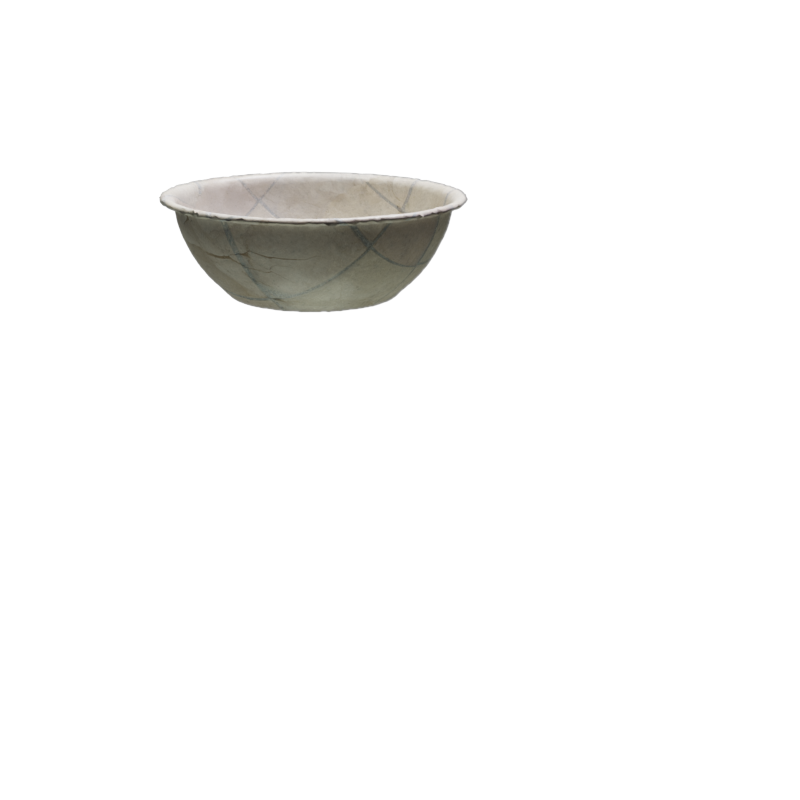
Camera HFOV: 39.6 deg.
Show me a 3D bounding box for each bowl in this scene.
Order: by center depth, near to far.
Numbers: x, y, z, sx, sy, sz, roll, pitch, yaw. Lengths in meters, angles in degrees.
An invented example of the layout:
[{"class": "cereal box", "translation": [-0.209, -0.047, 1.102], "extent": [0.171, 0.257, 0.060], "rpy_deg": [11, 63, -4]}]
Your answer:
[{"class": "bowl", "translation": [-0.046, -0.084, 0.591], "extent": [0.162, 0.053, 0.168], "rpy_deg": [-1, 18, -2]}]
